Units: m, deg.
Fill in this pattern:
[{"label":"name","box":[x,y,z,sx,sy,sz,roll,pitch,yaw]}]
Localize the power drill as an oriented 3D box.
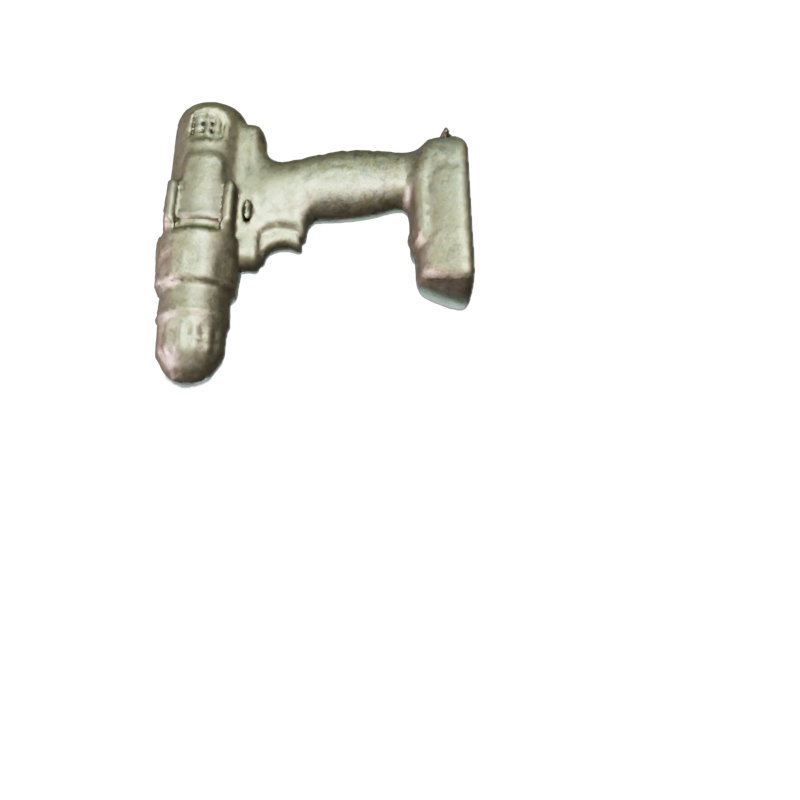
[{"label":"power drill","box":[-0.052,-0.095,0.663,0.188,0.195,0.054,1,-24,0]}]
